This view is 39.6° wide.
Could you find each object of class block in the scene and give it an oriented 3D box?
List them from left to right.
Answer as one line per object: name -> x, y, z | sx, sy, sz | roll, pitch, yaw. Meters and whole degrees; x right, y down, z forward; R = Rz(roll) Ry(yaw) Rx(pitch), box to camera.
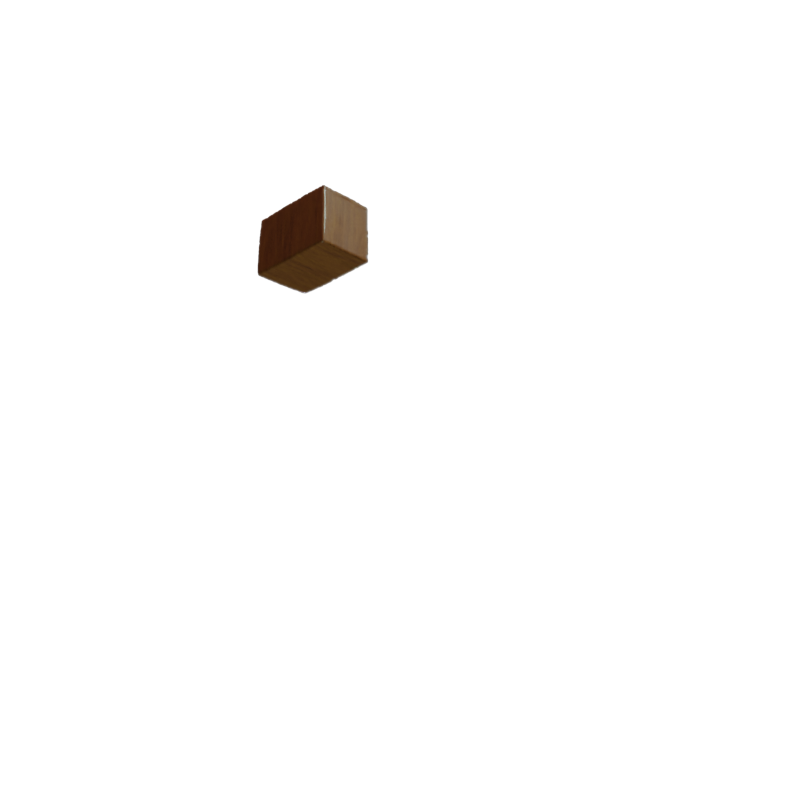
block -> -0.070, -0.128, 0.893 | 0.078, 0.054, 0.049 | -23, -33, 39
